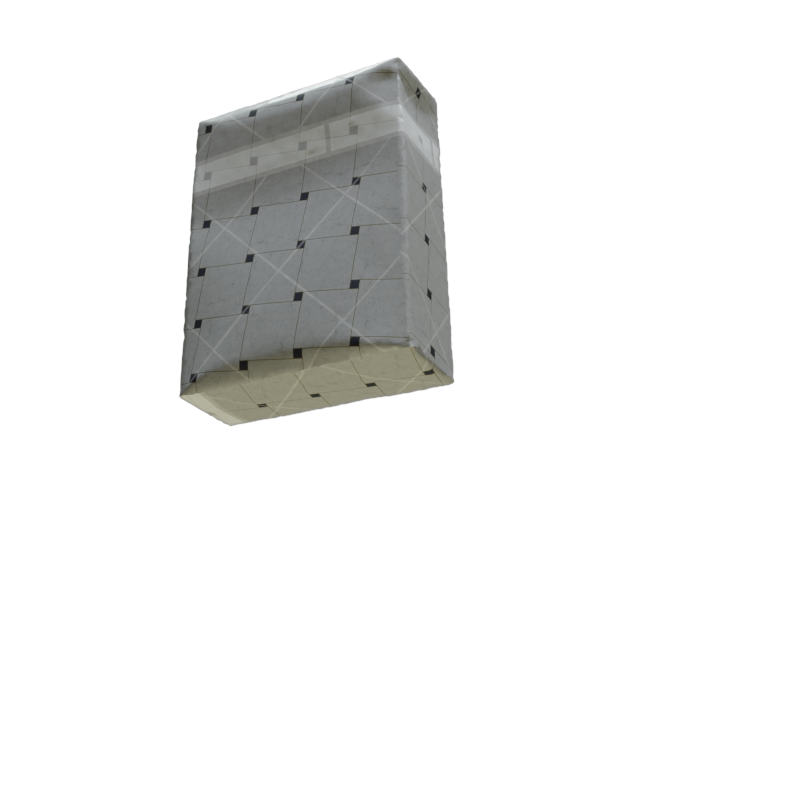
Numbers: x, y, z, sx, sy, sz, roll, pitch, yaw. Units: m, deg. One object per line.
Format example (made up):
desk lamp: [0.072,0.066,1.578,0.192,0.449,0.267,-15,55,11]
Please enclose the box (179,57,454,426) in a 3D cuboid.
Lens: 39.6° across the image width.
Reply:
box: [-0.057,-0.105,0.733,0.167,0.227,0.067,-13,-28,23]
